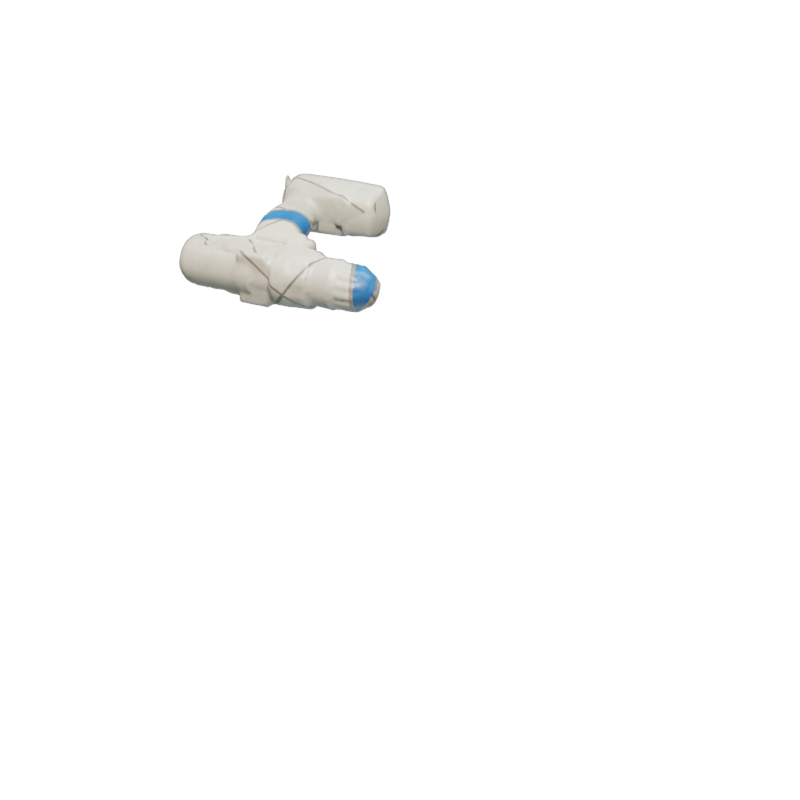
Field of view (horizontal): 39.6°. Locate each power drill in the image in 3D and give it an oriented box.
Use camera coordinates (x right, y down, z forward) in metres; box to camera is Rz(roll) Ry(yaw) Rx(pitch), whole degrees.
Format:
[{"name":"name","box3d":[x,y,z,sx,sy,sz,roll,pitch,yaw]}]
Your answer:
[{"name":"power drill","box3d":[-0.078,-0.142,0.995,0.191,0.054,0.192,13,32,21]}]
